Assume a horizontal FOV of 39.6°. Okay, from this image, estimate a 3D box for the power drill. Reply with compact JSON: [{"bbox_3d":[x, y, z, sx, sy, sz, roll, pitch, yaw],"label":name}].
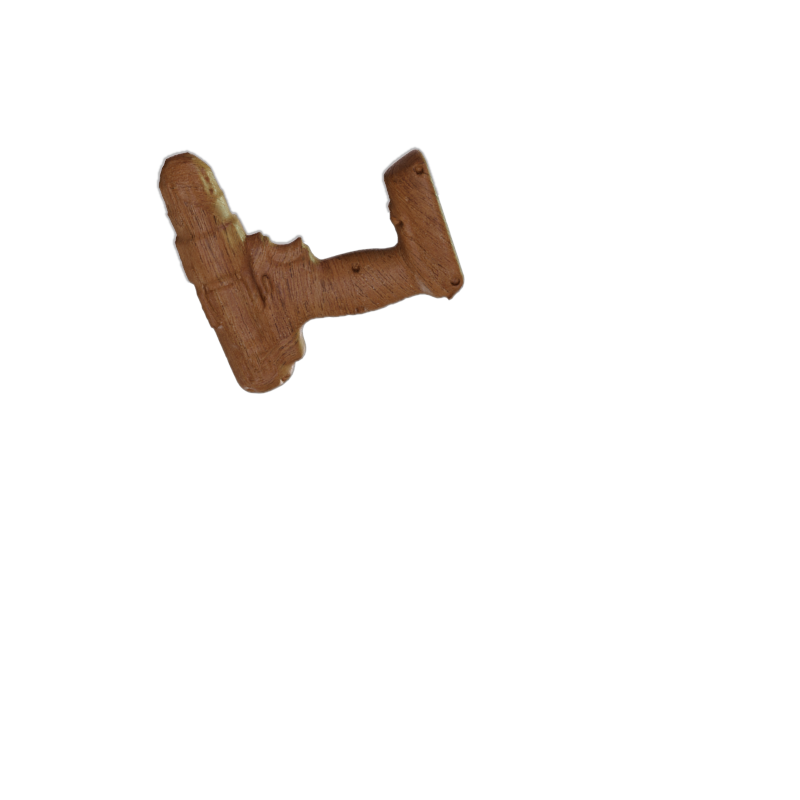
[{"bbox_3d":[-0.062,-0.112,0.786,0.188,0.176,0.060,-19,18,6],"label":"power drill"}]
